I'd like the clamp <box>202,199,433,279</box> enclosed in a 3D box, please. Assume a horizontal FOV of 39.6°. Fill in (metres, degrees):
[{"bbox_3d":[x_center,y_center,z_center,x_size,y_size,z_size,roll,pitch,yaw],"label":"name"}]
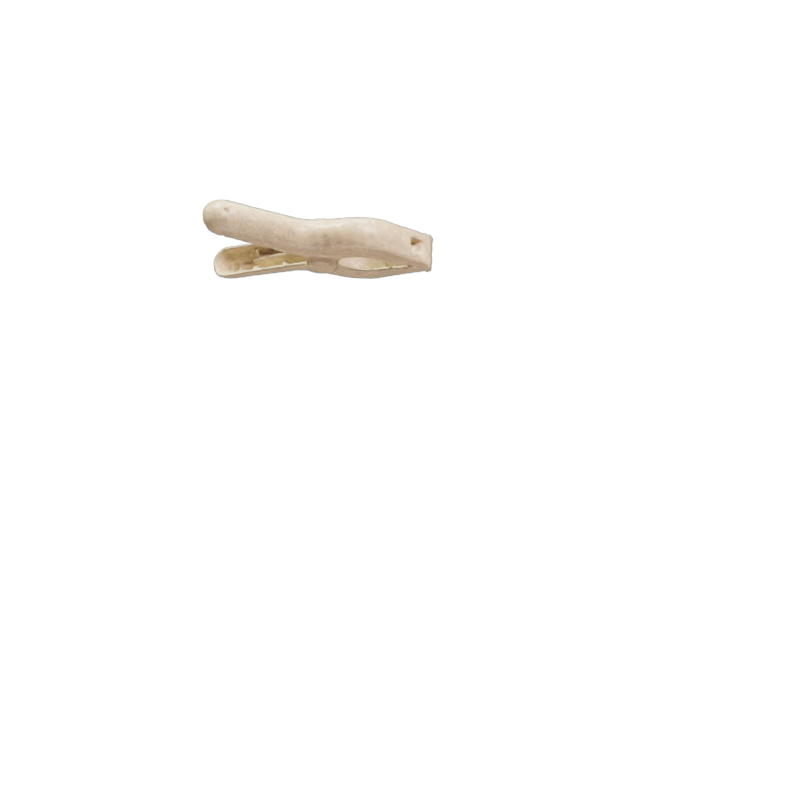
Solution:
[{"bbox_3d":[-0.063,-0.115,0.806,0.173,0.040,0.116,-1,-7,6],"label":"clamp"}]
